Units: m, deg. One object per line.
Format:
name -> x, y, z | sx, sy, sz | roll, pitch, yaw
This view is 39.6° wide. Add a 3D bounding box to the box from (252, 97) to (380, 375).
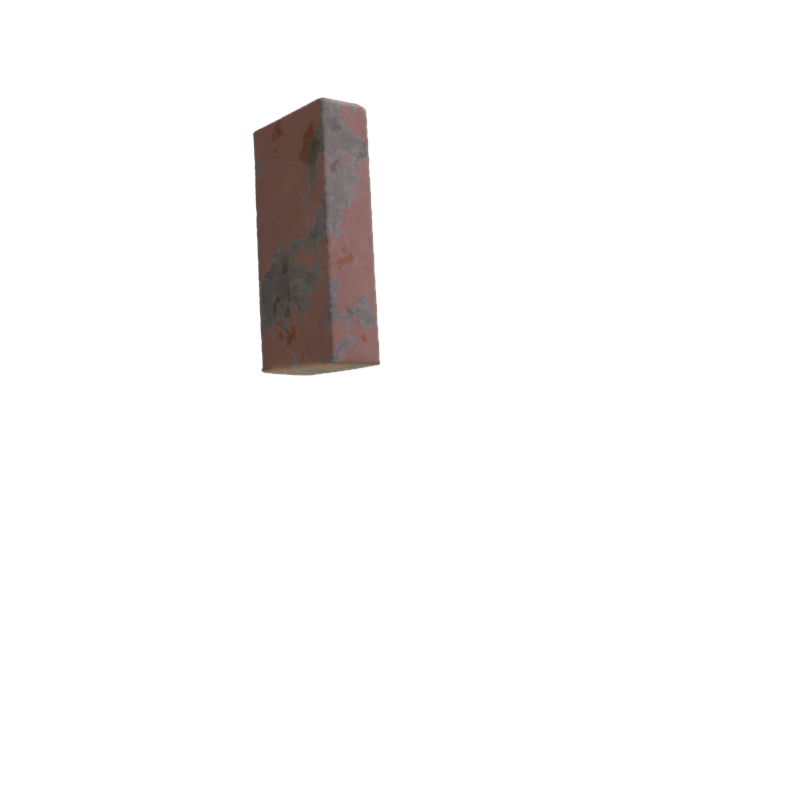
box -> -0.059, -0.108, 0.756 | 0.046, 0.181, 0.095 | 7, -12, -35
